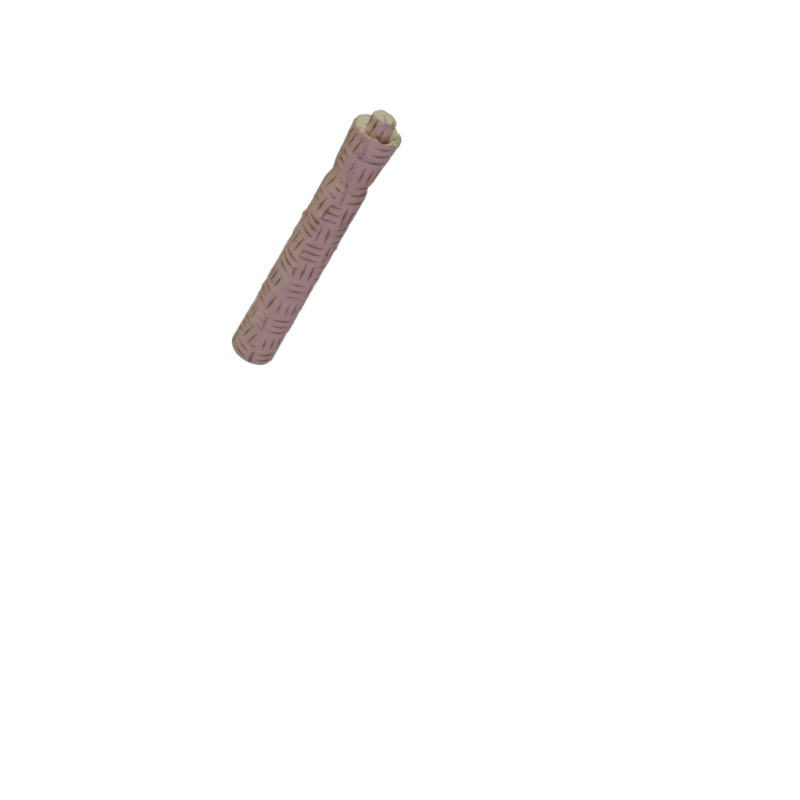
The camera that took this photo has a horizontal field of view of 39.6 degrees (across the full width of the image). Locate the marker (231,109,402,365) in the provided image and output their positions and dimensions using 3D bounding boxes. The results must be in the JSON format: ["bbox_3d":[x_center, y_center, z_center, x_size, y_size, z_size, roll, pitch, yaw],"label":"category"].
[{"bbox_3d":[-0.033,-0.060,0.421,0.019,0.117,0.021,21,37,-19],"label":"marker"}]
